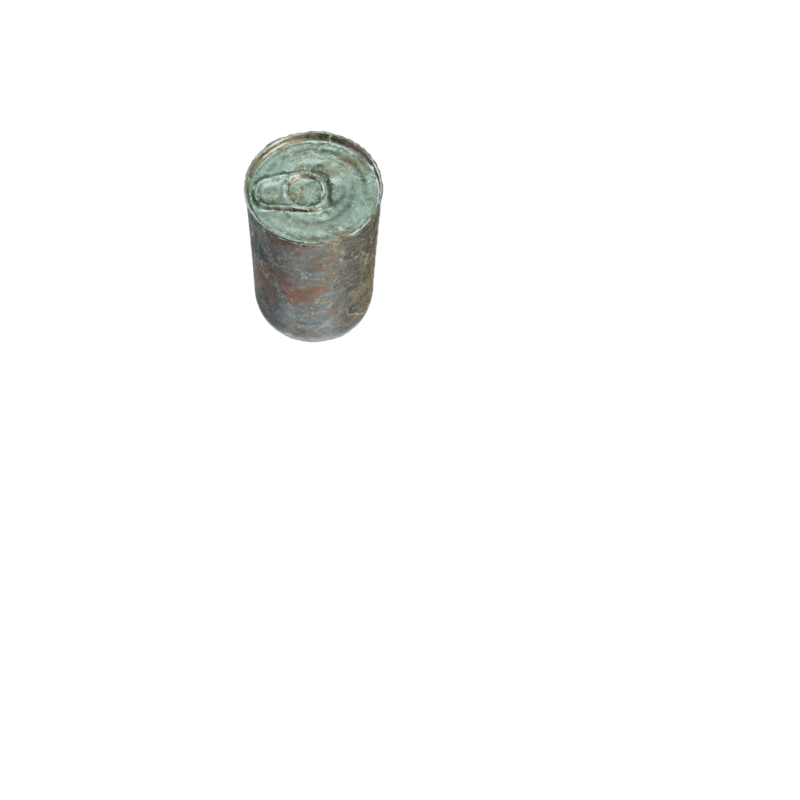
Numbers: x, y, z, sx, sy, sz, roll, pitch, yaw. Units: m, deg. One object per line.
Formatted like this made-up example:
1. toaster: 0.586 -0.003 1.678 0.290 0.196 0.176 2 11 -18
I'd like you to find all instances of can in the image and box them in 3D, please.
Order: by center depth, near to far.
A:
1. can: -0.045 -0.083 0.580 0.068 0.073 0.096 0 -29 -3
